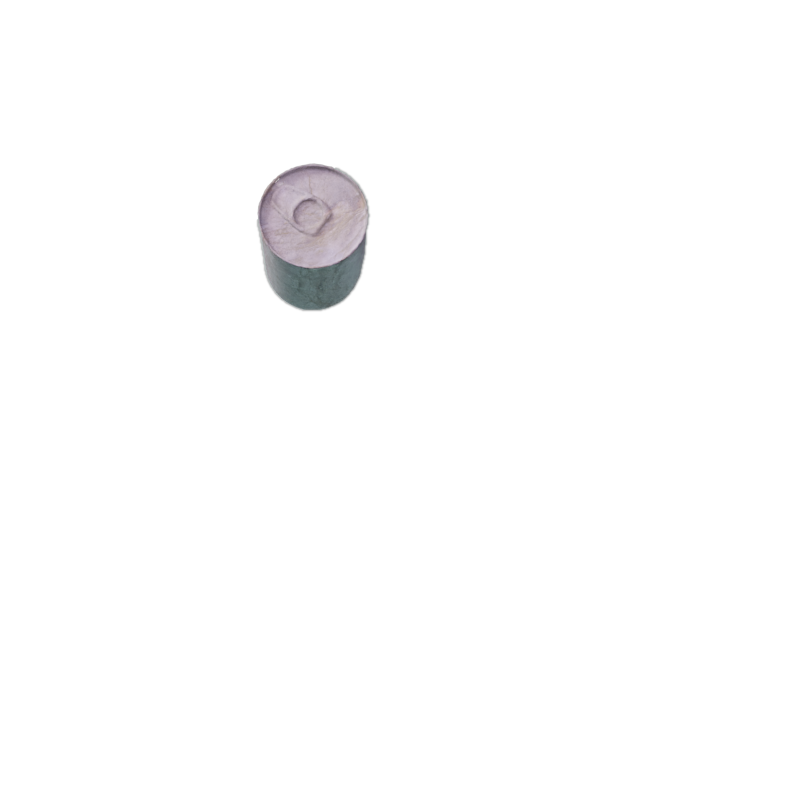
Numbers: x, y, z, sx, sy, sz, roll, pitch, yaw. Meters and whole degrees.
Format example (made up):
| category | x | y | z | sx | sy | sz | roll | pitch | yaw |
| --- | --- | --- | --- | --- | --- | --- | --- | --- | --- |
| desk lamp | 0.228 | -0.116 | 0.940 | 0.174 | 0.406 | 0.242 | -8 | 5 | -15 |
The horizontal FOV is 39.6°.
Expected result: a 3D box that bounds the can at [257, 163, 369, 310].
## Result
| category | x | y | z | sx | sy | sz | roll | pitch | yaw |
| --- | --- | --- | --- | --- | --- | --- | --- | --- | --- |
| can | -0.056 | -0.103 | 0.721 | 0.068 | 0.071 | 0.099 | 0 | -14 | -3 |
